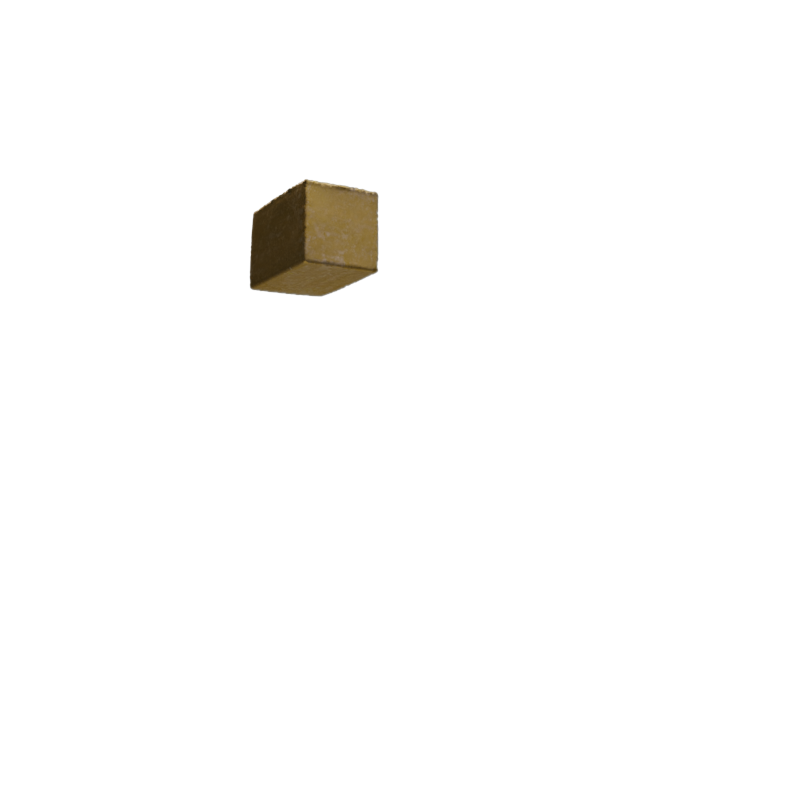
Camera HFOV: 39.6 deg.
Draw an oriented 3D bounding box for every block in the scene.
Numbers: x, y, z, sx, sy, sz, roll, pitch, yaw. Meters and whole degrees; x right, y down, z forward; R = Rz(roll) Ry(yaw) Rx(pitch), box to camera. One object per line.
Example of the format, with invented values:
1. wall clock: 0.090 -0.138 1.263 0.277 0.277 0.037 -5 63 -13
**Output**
1. block: -0.054 -0.098 0.689 0.051 0.053 0.079 7 -13 -30
